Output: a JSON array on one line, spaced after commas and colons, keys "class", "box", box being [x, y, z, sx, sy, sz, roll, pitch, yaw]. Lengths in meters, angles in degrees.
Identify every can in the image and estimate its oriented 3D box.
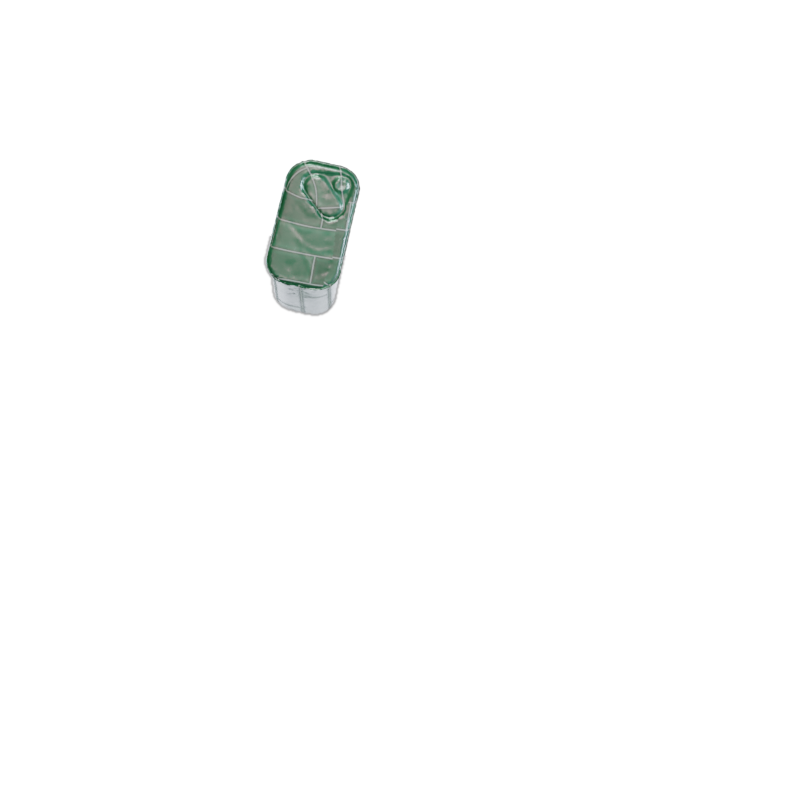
[{"class": "can", "box": [-0.068, -0.124, 0.870, 0.058, 0.106, 0.081, 12, -16, 0]}]
